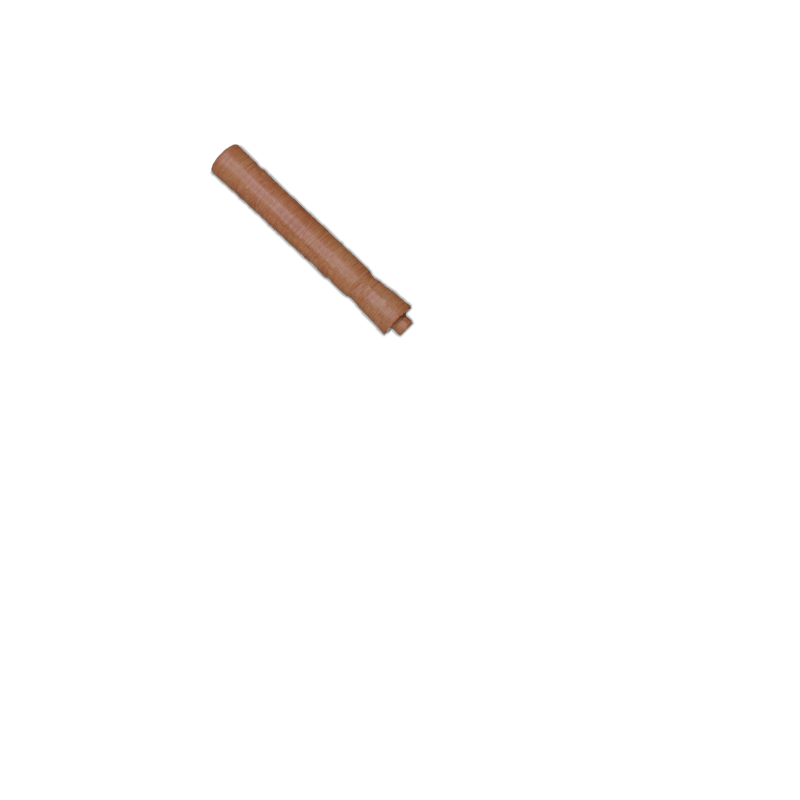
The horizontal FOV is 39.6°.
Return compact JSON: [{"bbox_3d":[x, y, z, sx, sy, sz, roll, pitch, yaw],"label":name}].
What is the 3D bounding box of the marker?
[{"bbox_3d":[-0.041,-0.075,0.524,0.124,0.019,0.019,44,12,11],"label":"marker"}]
